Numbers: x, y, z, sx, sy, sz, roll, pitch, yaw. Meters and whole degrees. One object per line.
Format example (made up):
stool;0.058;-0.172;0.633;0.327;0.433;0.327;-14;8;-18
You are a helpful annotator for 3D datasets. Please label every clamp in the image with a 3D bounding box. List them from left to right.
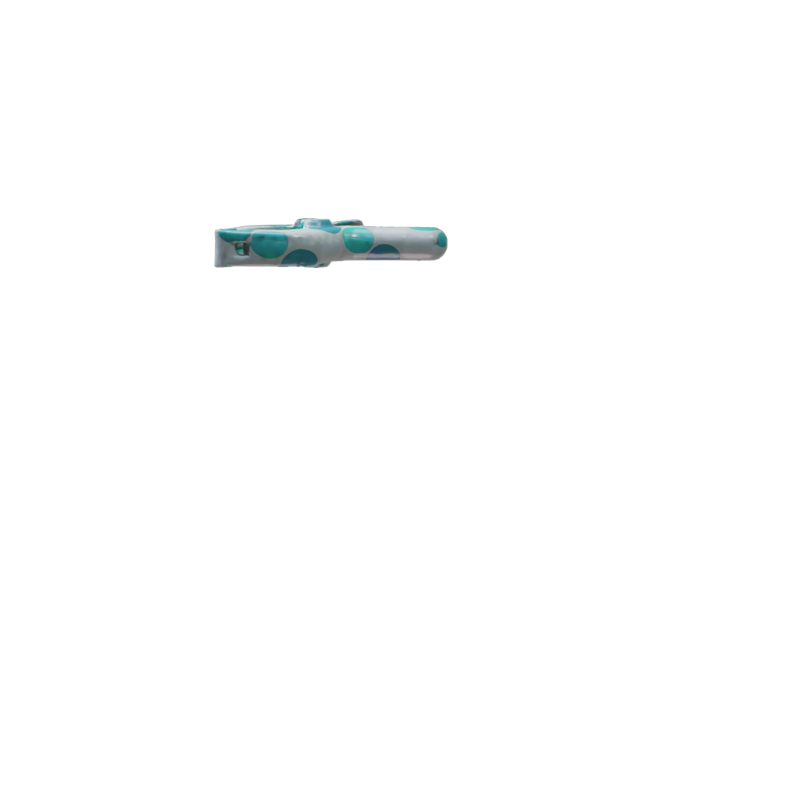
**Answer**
clamp;-0.065;-0.118;0.829;0.166;0.039;0.124;-3;7;-26
